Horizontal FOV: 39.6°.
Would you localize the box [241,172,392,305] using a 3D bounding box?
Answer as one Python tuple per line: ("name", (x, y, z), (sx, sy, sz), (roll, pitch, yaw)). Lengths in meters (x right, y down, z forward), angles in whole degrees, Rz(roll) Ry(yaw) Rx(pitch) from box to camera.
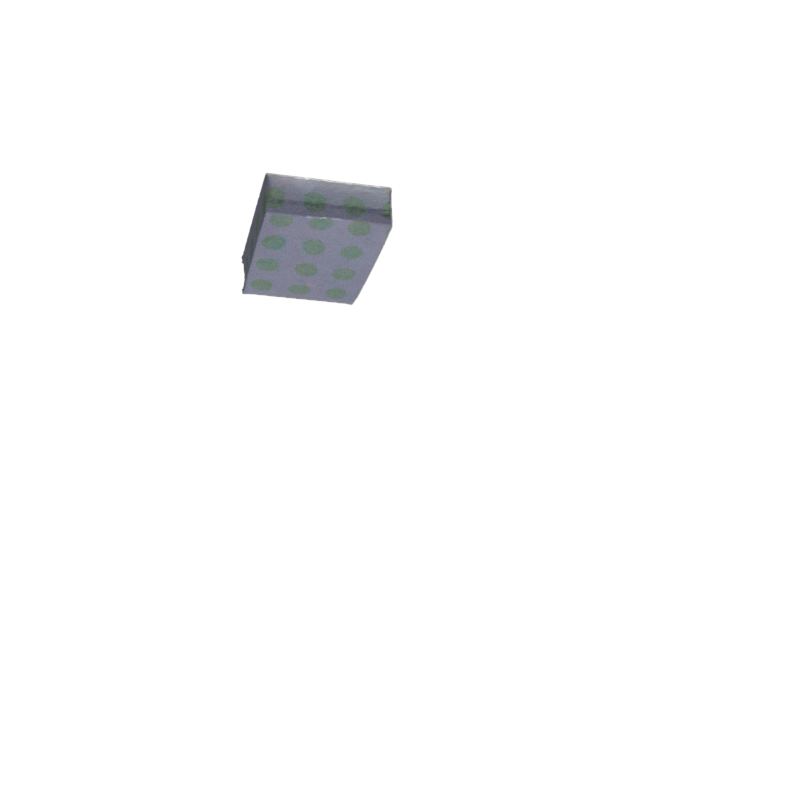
("box", (-0.062, -0.113, 0.795), (0.088, 0.041, 0.108), (7, -31, -13))
